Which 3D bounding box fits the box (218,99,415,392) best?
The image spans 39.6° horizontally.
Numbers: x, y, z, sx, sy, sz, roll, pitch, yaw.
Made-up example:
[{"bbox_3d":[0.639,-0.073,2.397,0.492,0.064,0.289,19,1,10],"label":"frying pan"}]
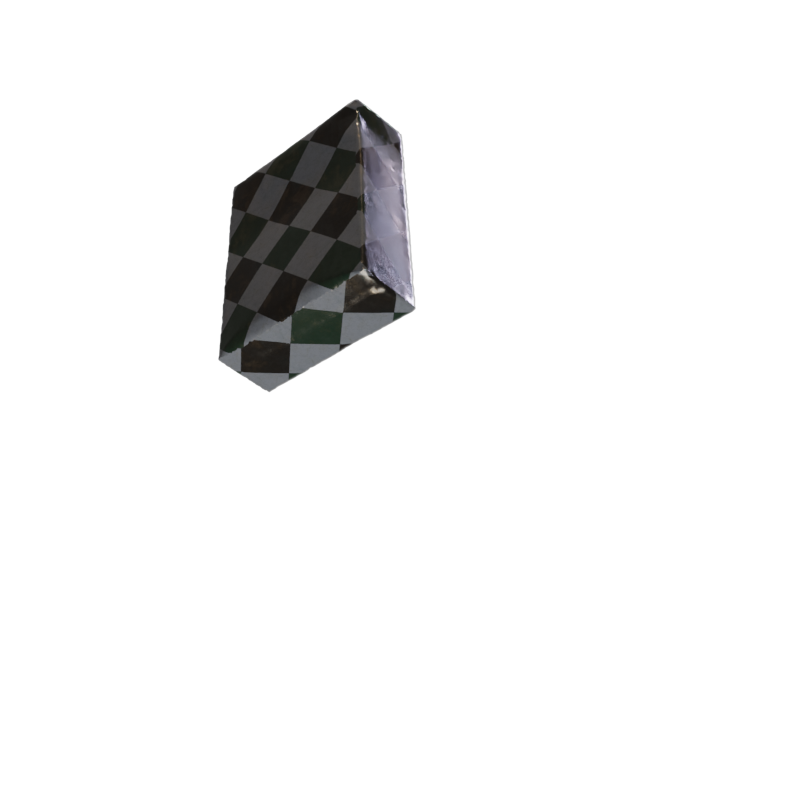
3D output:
[{"bbox_3d":[-0.075,-0.138,0.963,0.164,0.229,0.067,-29,-47,28],"label":"box"}]
